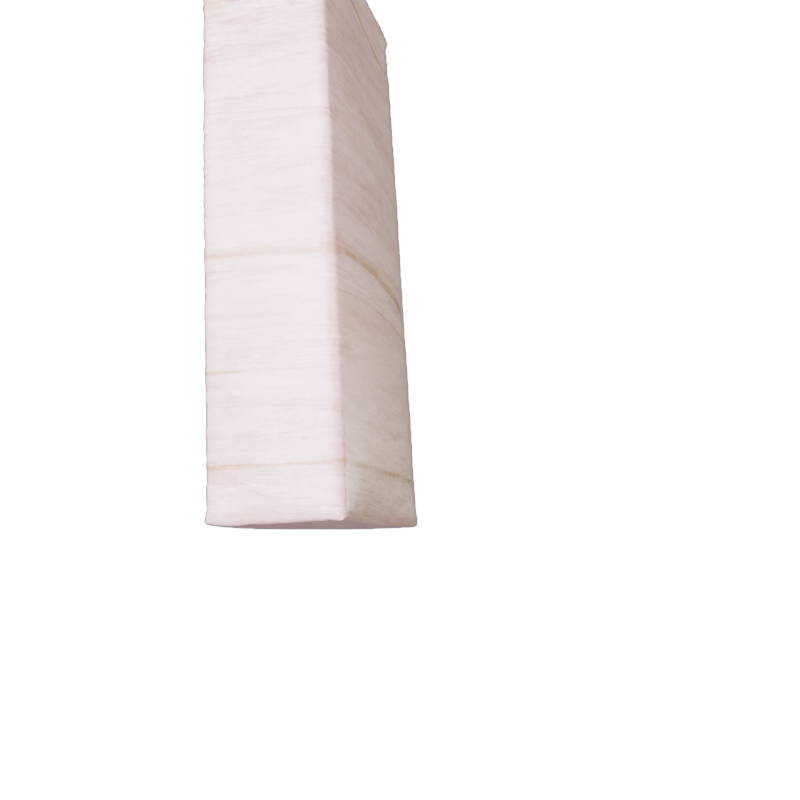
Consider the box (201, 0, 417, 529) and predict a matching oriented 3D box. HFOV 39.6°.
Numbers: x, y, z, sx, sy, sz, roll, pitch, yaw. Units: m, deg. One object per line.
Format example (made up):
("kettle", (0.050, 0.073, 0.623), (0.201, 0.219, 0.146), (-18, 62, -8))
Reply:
("box", (-0.027, -0.050, 0.351), (0.049, 0.182, 0.089), (-4, -14, 13))
